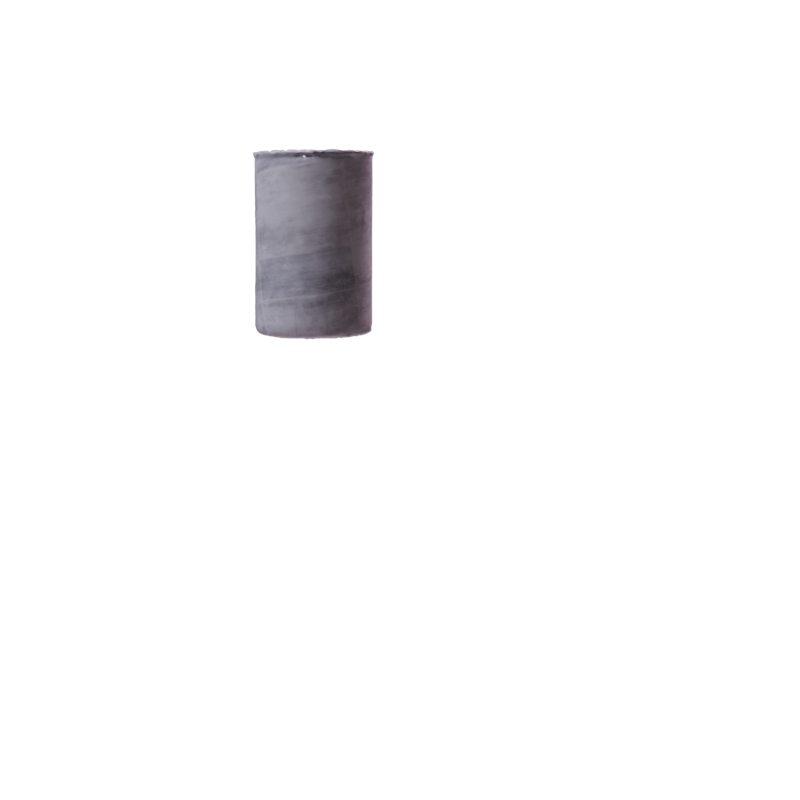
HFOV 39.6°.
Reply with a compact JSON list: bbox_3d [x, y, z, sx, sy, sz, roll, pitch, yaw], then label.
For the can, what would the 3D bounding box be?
[{"bbox_3d":[-0.049,-0.089,0.626,0.068,0.101,0.069,0,5,-2],"label":"can"}]
